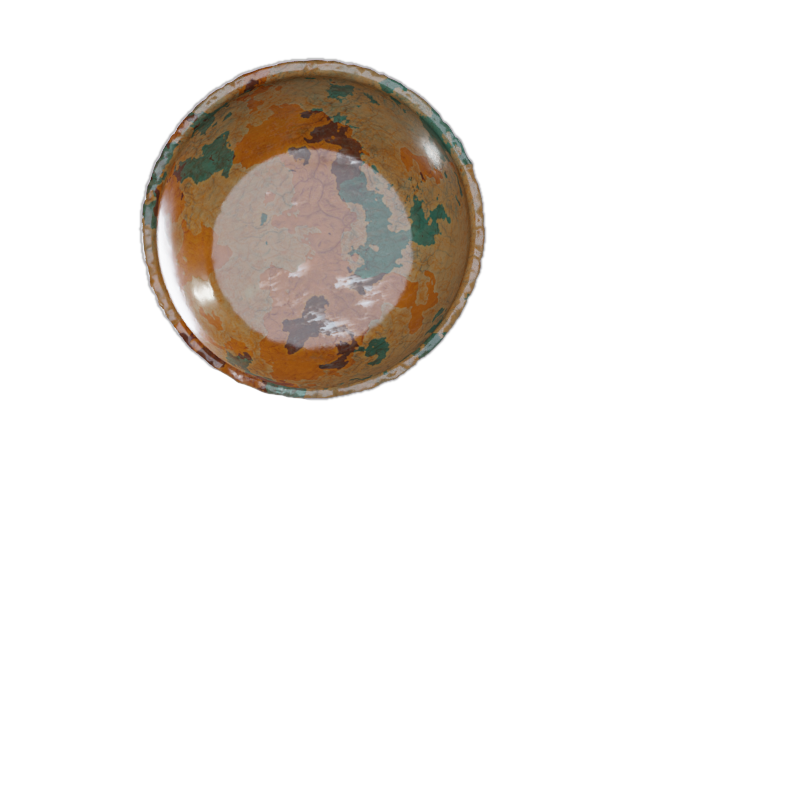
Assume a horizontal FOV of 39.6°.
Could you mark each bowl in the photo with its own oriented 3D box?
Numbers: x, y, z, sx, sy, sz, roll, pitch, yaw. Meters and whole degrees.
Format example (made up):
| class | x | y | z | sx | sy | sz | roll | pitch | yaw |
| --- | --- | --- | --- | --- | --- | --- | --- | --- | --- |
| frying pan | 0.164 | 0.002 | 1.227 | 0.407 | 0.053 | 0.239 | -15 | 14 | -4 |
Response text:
| class | x | y | z | sx | sy | sz | roll | pitch | yaw |
| --- | --- | --- | --- | --- | --- | --- | --- | --- | --- |
| bowl | -0.039 | -0.071 | 0.496 | 0.162 | 0.158 | 0.056 | 0 | 10 | -1 |
